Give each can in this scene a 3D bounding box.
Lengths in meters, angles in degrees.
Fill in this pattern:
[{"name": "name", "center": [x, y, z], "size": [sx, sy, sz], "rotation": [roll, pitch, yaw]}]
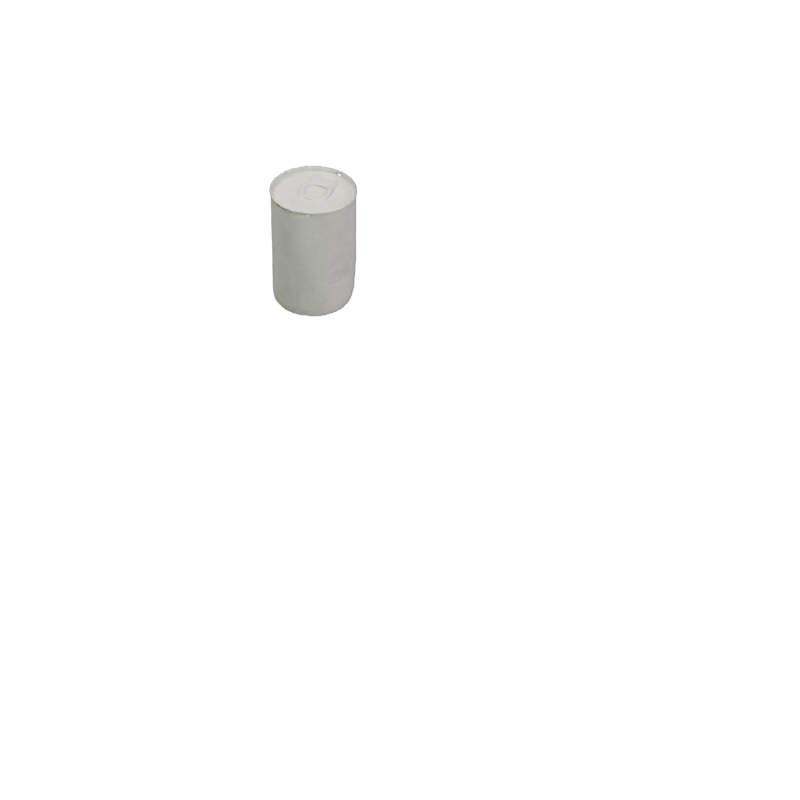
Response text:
[{"name": "can", "center": [-0.069, -0.126, 0.885], "size": [0.068, 0.095, 0.073], "rotation": [0, 39, -3]}]
